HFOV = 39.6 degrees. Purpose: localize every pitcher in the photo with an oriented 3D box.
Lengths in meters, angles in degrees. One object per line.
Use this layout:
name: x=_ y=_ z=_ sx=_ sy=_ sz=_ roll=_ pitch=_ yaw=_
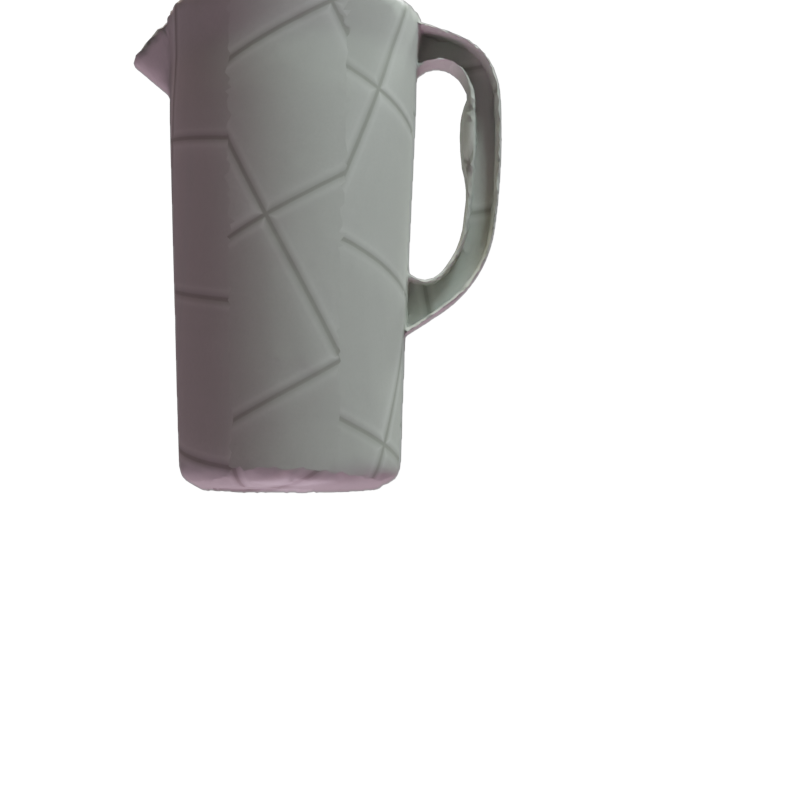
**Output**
pitcher: x=-0.044 y=-0.080 z=0.558 sx=0.138 sy=0.248 sz=0.153 roll=7 pitch=-11 yaw=-44
